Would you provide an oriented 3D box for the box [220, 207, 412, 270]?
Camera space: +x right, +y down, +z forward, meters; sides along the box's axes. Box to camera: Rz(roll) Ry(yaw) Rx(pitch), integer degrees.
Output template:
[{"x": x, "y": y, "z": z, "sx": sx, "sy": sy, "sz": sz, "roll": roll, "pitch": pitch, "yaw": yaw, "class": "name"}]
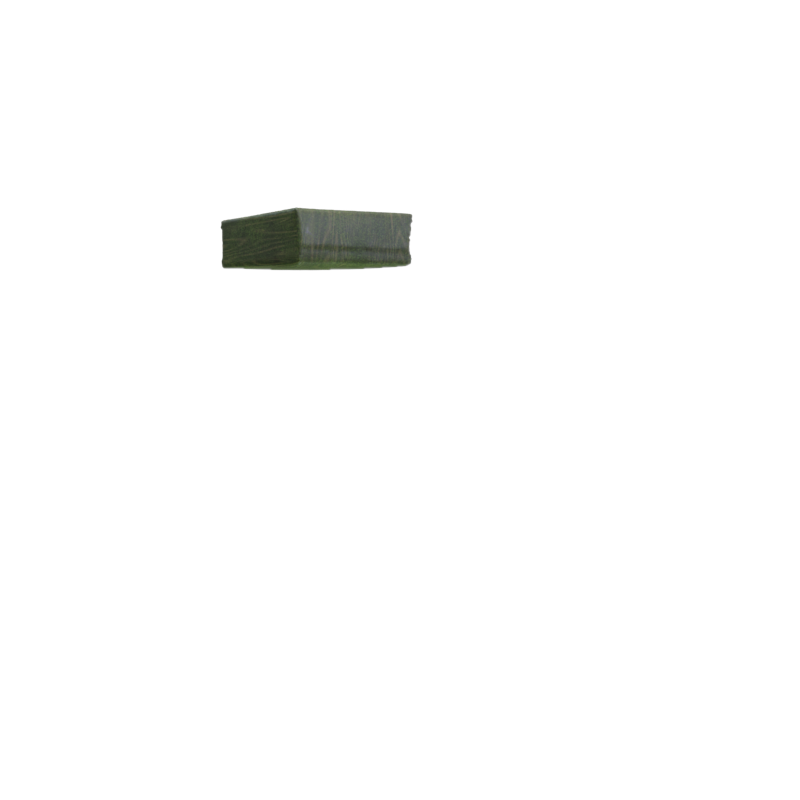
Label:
[{"x": -0.059, "y": -0.108, "z": 0.755, "sx": 0.087, "sy": 0.039, "sz": 0.118, "roll": -3, "pitch": 7, "yaw": -32, "class": "box"}]
